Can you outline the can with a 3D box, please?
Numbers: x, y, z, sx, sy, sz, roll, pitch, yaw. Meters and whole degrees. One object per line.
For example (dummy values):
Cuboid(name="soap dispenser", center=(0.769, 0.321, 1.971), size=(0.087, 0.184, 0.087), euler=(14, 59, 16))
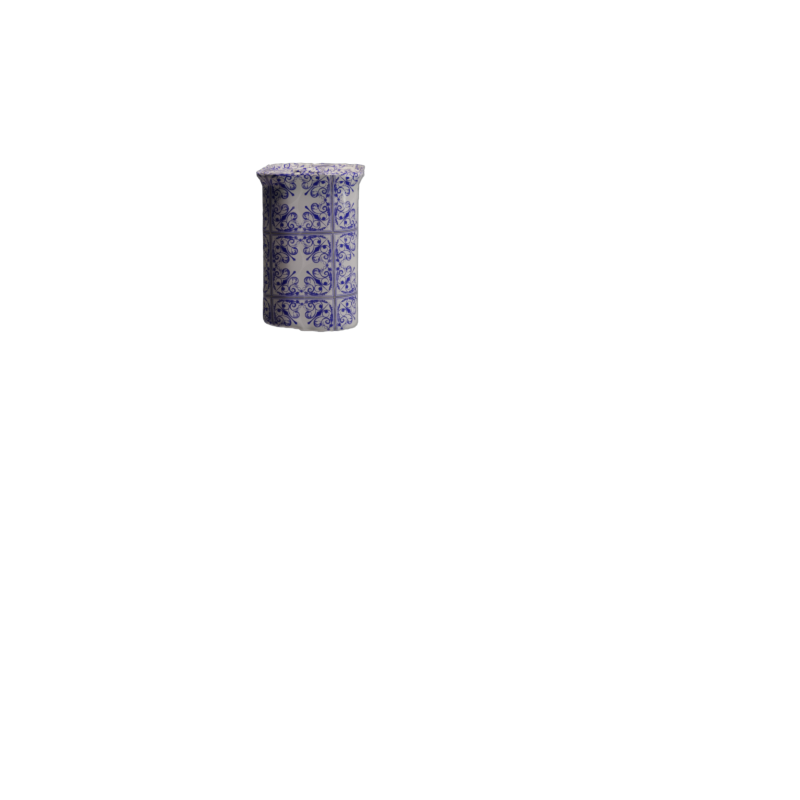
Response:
Cuboid(name="can", center=(-0.049, -0.089, 0.621), size=(0.057, 0.082, 0.104), euler=(0, 12, -1))
